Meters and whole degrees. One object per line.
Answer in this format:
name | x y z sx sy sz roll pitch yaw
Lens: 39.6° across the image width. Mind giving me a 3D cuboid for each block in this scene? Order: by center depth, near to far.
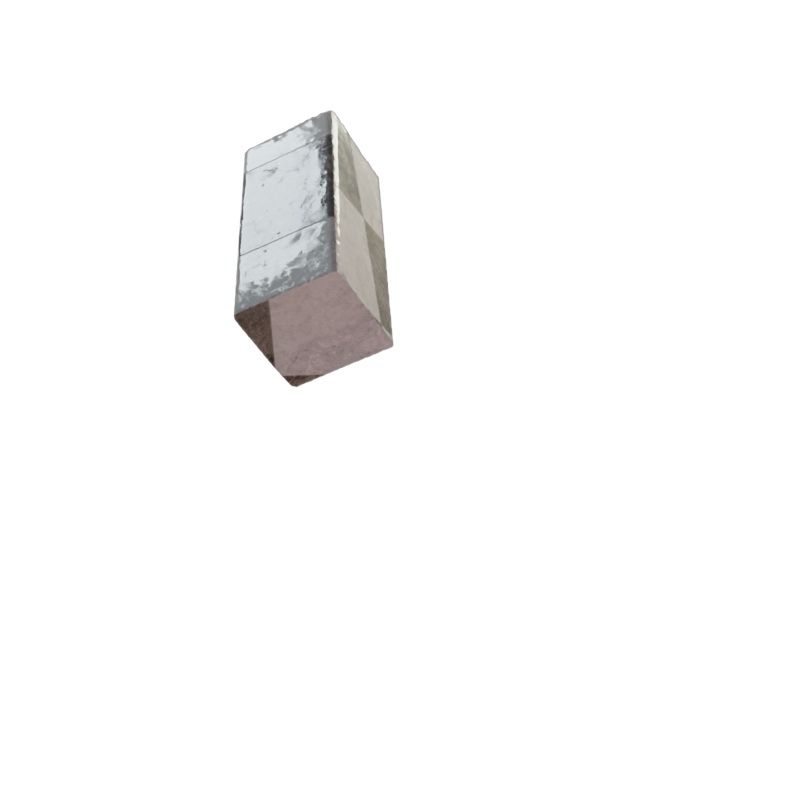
block | -0.070 -0.127 0.886 0.091 0.221 0.083 -23 -49 18
